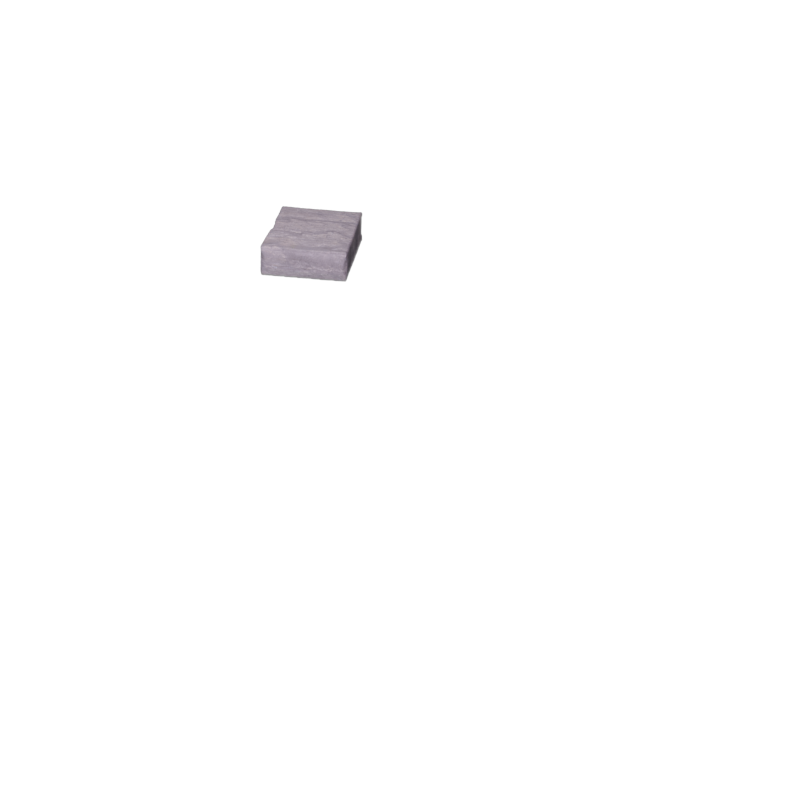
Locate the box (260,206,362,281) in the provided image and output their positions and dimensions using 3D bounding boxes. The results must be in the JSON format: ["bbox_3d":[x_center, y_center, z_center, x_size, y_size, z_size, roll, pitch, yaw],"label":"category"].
[{"bbox_3d":[-0.074,-0.135,0.948,0.074,0.028,0.093,5,32,8],"label":"box"}]
